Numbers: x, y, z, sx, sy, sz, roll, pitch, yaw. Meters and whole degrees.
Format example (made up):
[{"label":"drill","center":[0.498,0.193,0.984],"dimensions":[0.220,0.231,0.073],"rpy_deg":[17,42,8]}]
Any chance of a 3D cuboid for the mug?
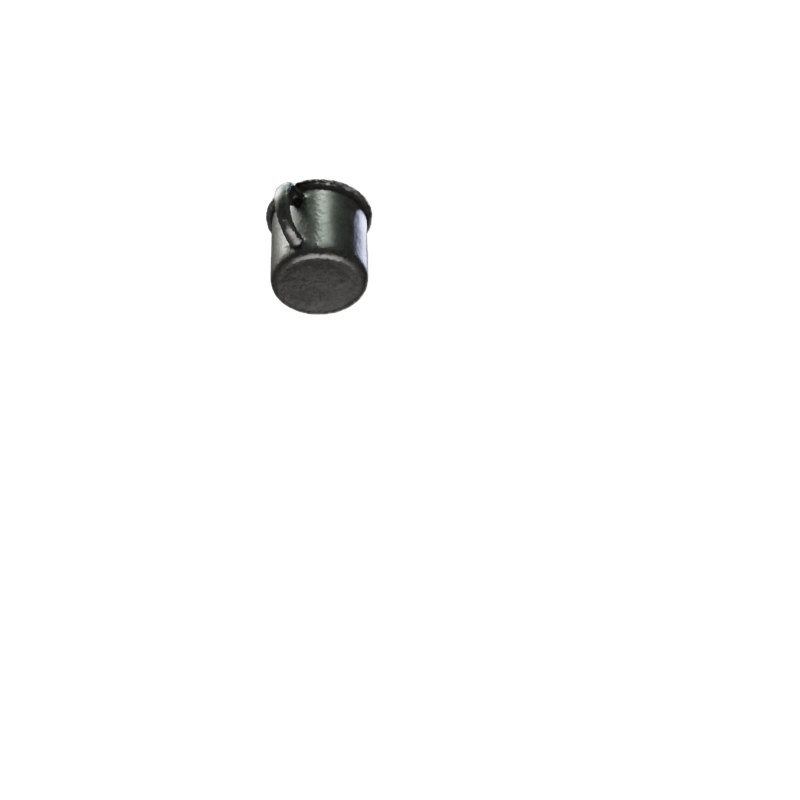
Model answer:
[{"label":"mug","center":[-0.073,-0.133,0.934],"dimensions":[0.094,0.087,0.108],"rpy_deg":[-16,-42,17]}]
